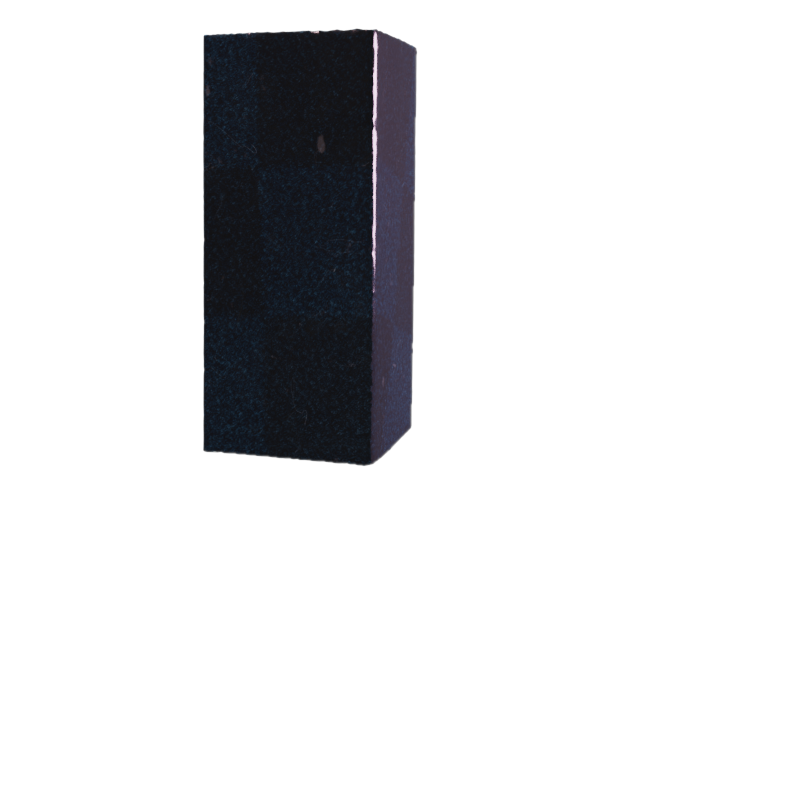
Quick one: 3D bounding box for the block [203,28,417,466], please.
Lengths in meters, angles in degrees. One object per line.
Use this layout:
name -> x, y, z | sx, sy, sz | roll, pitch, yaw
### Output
block -> -0.044, -0.082, 0.573 | 0.093, 0.204, 0.089 | 2, 5, 16
